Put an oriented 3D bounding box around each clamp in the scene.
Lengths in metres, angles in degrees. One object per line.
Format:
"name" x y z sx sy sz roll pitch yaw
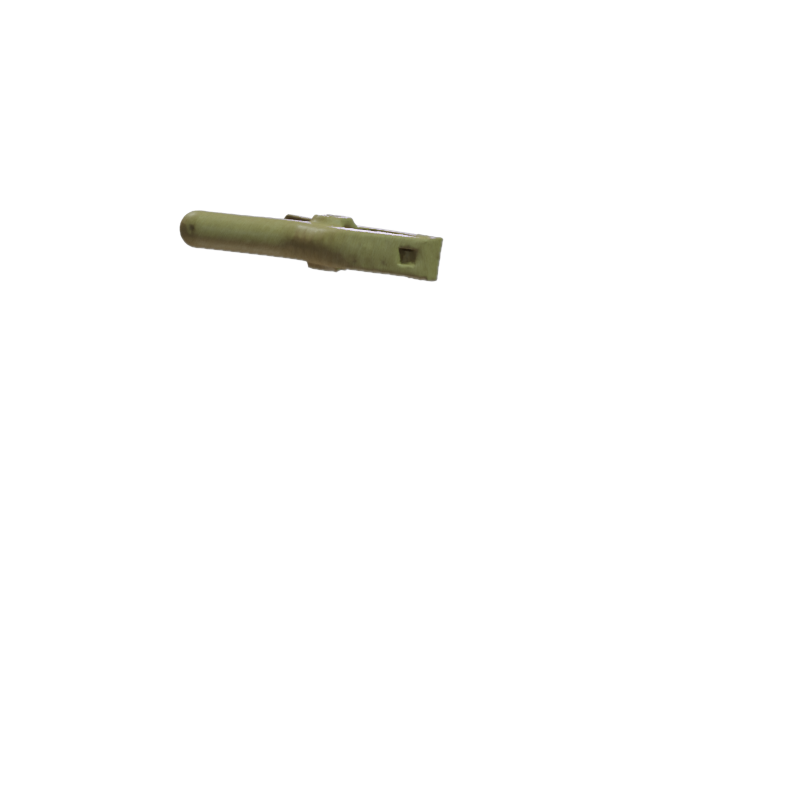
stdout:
"clamp" -0.056 -0.103 0.718 0.180 0.038 0.117 13 19 42
